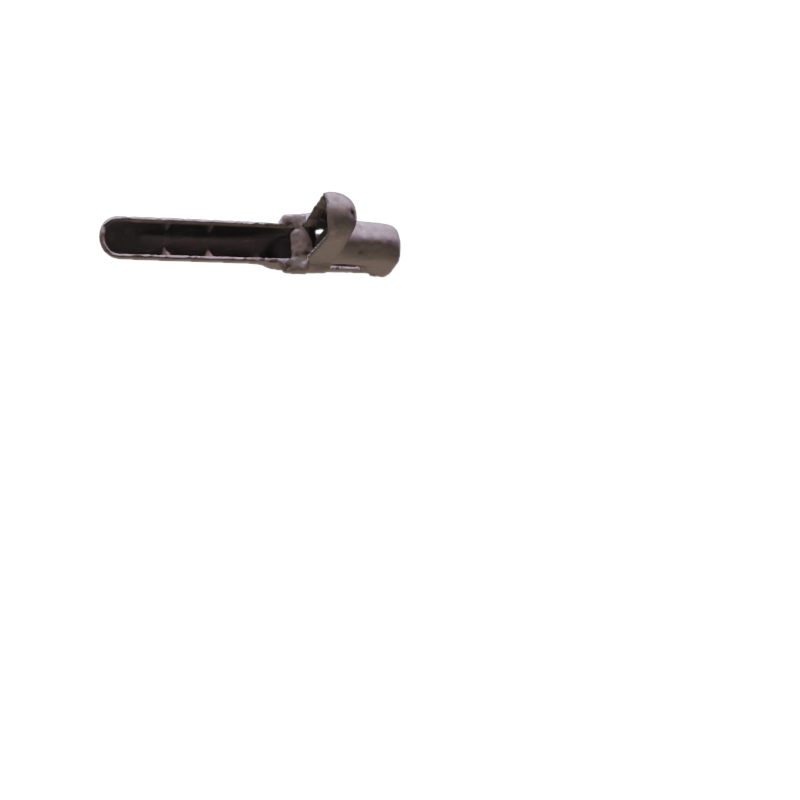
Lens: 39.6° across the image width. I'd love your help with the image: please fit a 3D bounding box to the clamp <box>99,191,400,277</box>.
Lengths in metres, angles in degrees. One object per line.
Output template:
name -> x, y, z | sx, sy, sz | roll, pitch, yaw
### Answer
clamp -> -0.053, -0.097, 0.676 | 0.170, 0.037, 0.201 | 1, 1, 36
